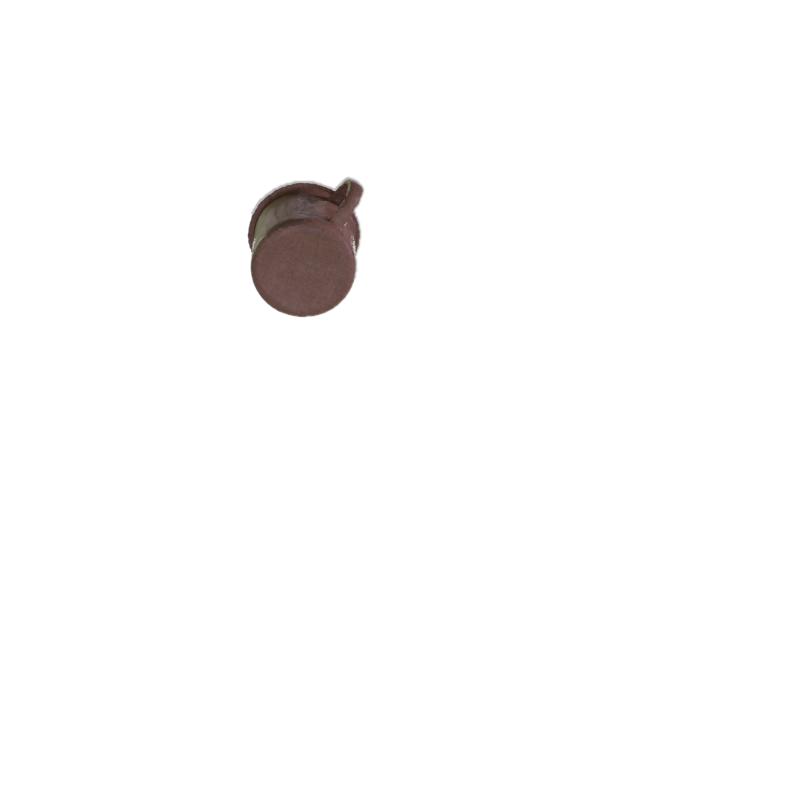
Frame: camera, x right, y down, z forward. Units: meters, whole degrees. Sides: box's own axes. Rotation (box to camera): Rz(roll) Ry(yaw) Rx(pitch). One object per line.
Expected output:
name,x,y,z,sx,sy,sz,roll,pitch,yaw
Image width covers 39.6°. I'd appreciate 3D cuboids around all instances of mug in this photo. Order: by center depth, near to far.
mug,-0.069,-0.125,0.878,0.090,0.115,0.086,38,17,-17
